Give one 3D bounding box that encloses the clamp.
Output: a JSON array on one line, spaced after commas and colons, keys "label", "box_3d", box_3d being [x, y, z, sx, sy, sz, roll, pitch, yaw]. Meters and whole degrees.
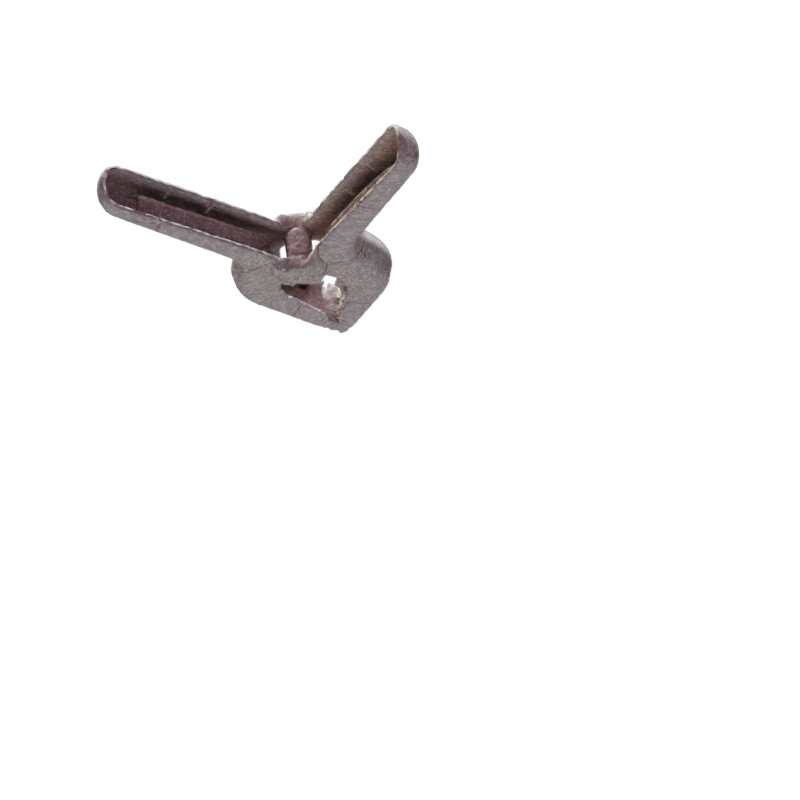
[{"label": "clamp", "box_3d": [-0.049, -0.089, 0.622, 0.167, 0.038, 0.196, -6, -20, 18]}]
